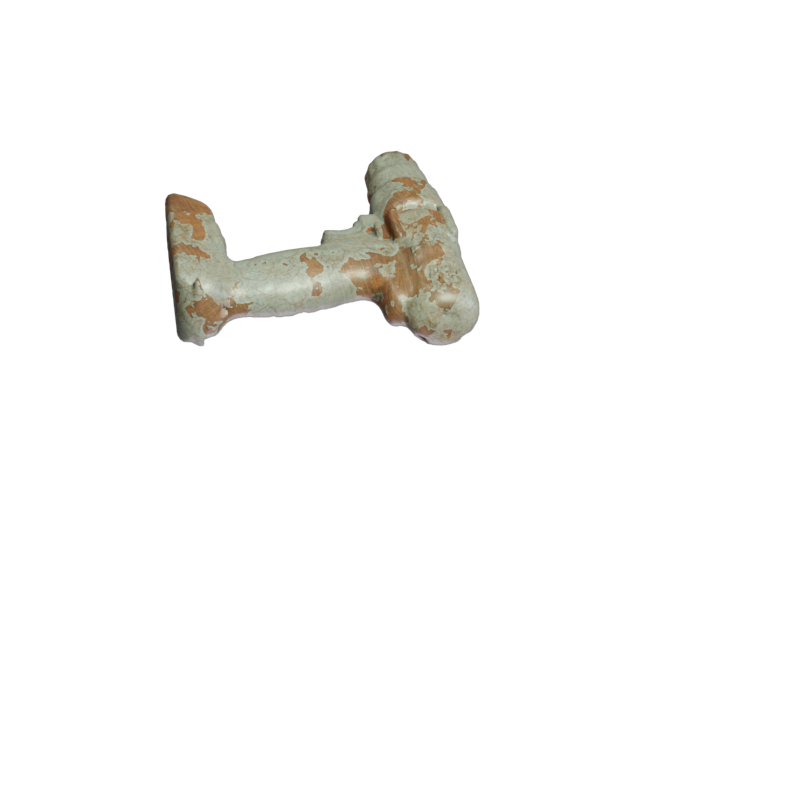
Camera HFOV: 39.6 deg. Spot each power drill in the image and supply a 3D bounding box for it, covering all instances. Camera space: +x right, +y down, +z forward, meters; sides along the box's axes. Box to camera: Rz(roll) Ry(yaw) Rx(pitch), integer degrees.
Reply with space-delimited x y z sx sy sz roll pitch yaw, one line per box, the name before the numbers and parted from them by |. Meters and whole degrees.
power drill | -0.056 -0.102 0.717 0.186 0.054 0.199 -6 40 -8
